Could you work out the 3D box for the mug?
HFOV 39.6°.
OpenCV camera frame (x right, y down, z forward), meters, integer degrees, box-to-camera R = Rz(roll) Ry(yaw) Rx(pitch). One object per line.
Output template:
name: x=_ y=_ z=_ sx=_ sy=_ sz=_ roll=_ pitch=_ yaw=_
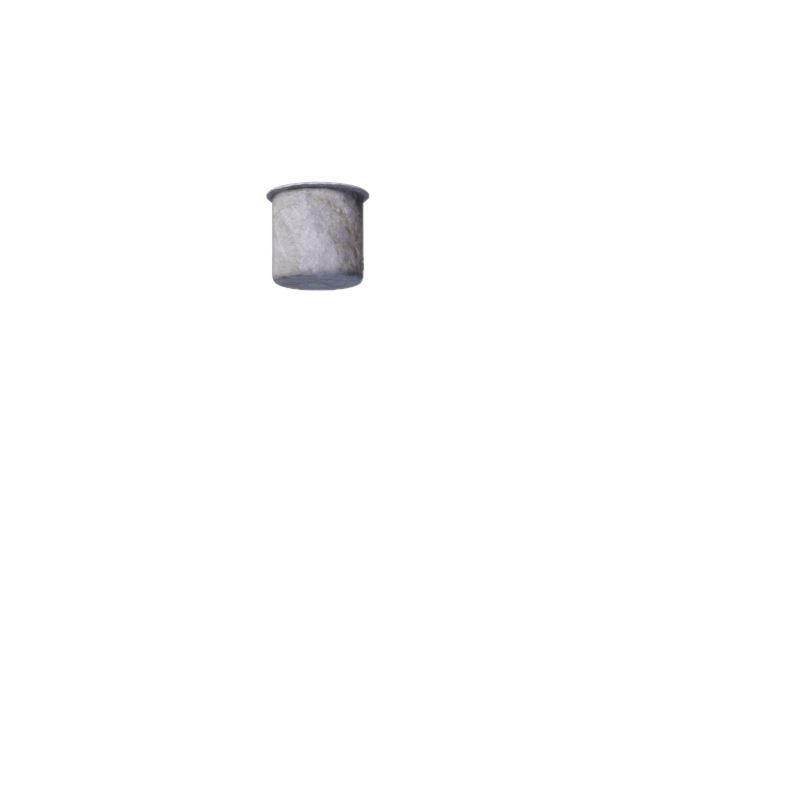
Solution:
mug: x=-0.078 y=-0.143 z=0.999 sx=0.090 sy=0.084 sz=0.118 roll=3 pitch=-8 yaw=-23
